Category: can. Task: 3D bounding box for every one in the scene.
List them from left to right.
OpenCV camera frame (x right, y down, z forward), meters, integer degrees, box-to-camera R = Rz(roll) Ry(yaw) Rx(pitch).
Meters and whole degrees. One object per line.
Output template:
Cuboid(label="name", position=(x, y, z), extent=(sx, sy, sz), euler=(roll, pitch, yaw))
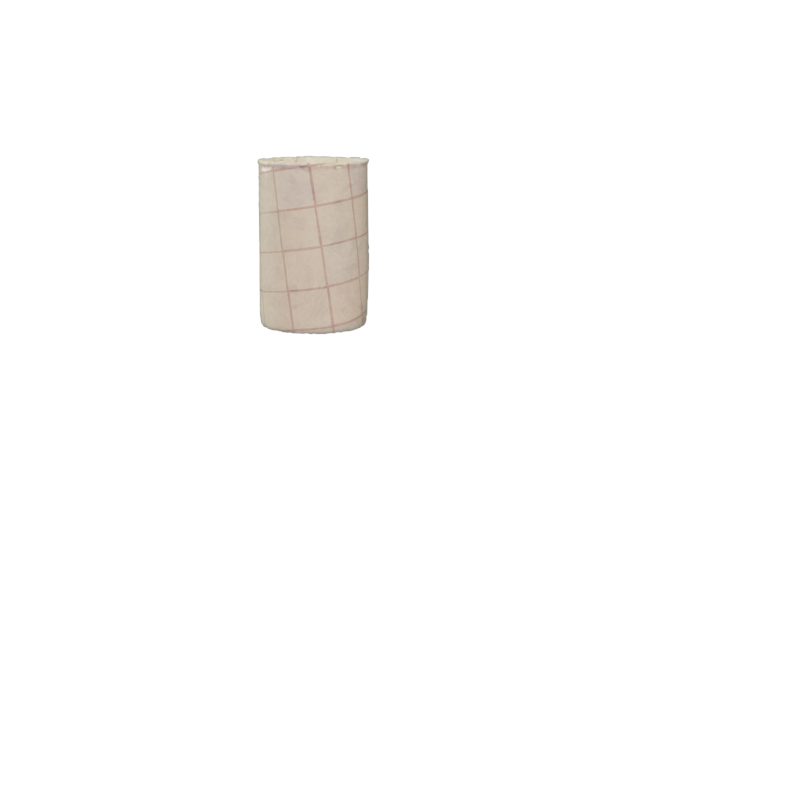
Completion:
Cuboid(label="can", position=(-0.053, -0.097, 0.680), extent=(0.068, 0.100, 0.070), euler=(0, 11, -2))
